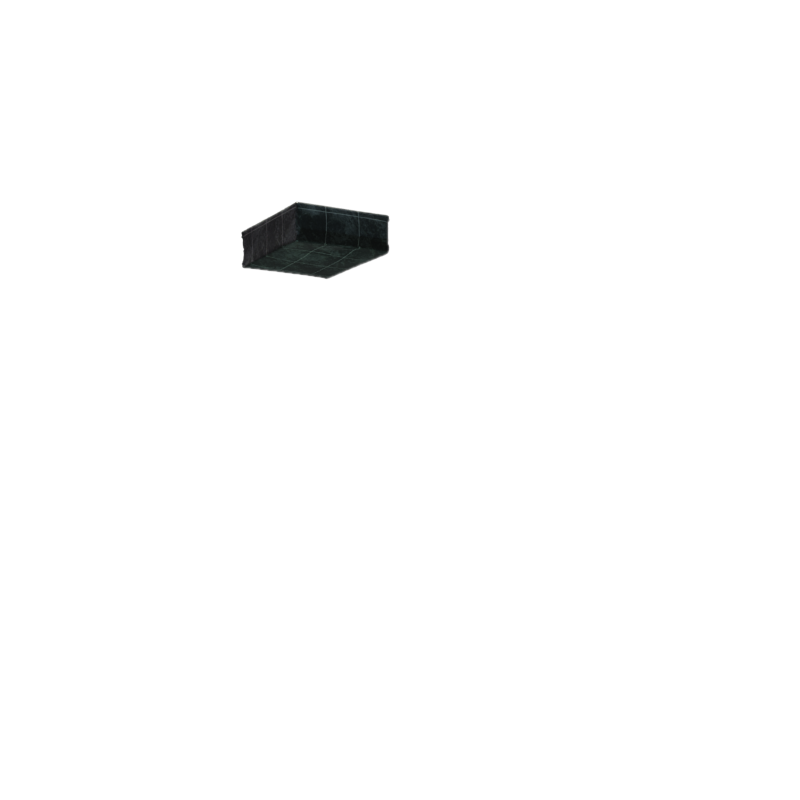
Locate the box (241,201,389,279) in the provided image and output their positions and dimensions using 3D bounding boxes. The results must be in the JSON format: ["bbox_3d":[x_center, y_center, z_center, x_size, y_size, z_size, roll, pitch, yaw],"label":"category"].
[{"bbox_3d":[-0.075,-0.137,0.961,0.086,0.040,0.114,6,-11,-30],"label":"box"}]
